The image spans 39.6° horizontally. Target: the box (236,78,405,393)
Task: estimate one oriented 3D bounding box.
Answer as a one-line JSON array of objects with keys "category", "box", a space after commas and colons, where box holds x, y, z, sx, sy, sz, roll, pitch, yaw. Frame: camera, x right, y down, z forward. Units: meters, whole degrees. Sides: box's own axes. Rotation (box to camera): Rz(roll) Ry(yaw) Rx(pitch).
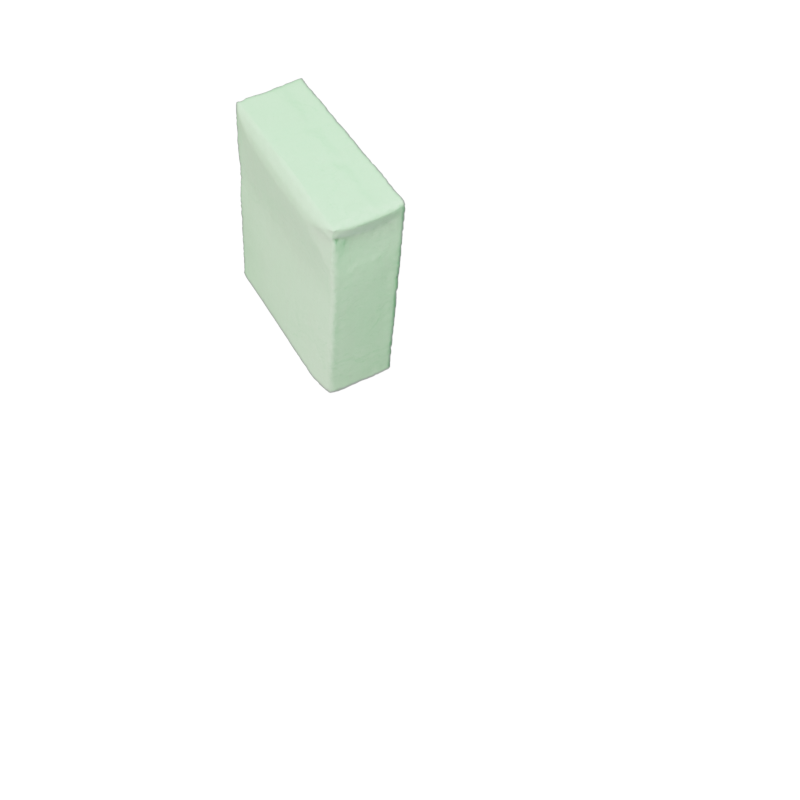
[{"category": "box", "box": [-0.073, -0.132, 0.927, 0.071, 0.177, 0.199, -23, -33, -20]}]
